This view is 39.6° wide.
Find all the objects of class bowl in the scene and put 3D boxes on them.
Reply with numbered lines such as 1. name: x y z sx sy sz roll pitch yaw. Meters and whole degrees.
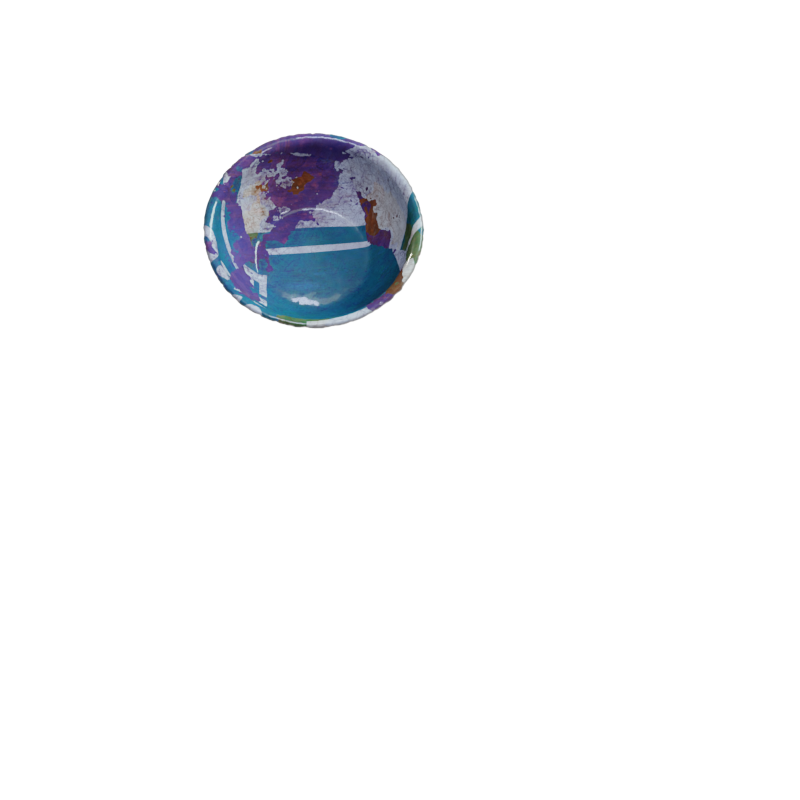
1. bowl: -0.065 -0.119 0.836 0.162 0.172 0.052 -1 -25 -1
